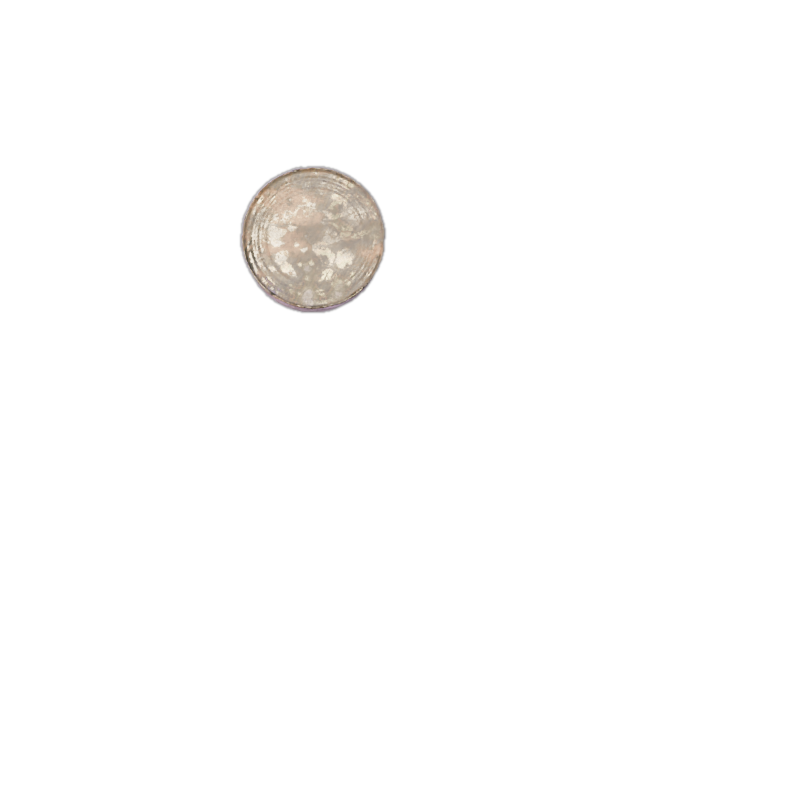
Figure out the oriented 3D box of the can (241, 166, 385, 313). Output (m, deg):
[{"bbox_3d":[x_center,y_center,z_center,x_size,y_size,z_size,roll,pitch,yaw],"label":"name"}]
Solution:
[{"bbox_3d":[-0.053,-0.096,0.674,0.086,0.088,0.033,0,-9,-1],"label":"can"}]
